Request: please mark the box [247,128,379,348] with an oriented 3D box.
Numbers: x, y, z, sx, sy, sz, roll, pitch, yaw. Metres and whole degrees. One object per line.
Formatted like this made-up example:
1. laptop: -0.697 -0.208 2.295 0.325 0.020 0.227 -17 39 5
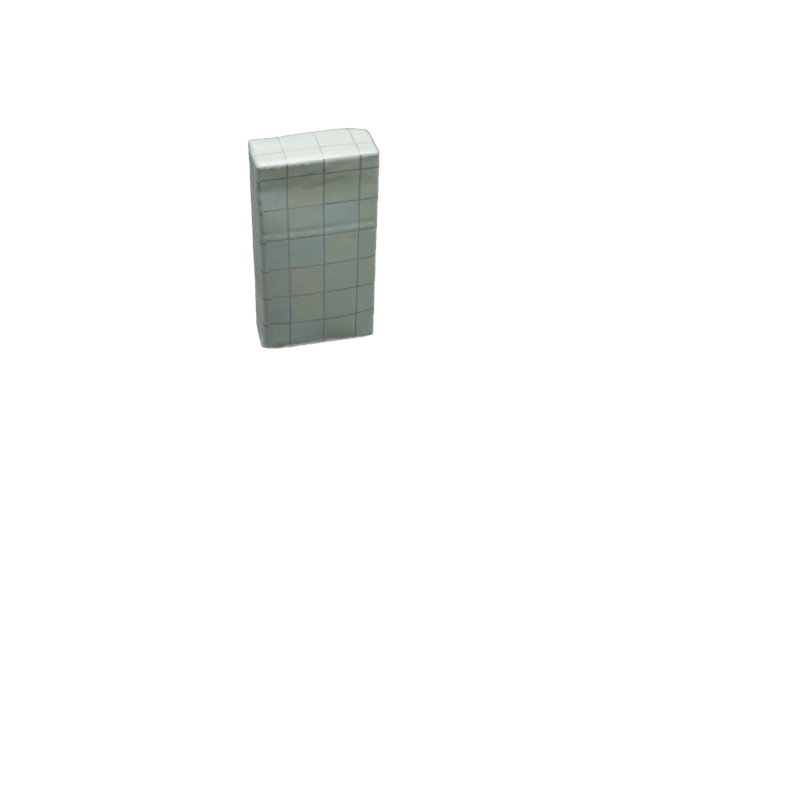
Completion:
1. box: -0.067 -0.122 0.853 0.092 0.165 0.052 -7 38 -12
